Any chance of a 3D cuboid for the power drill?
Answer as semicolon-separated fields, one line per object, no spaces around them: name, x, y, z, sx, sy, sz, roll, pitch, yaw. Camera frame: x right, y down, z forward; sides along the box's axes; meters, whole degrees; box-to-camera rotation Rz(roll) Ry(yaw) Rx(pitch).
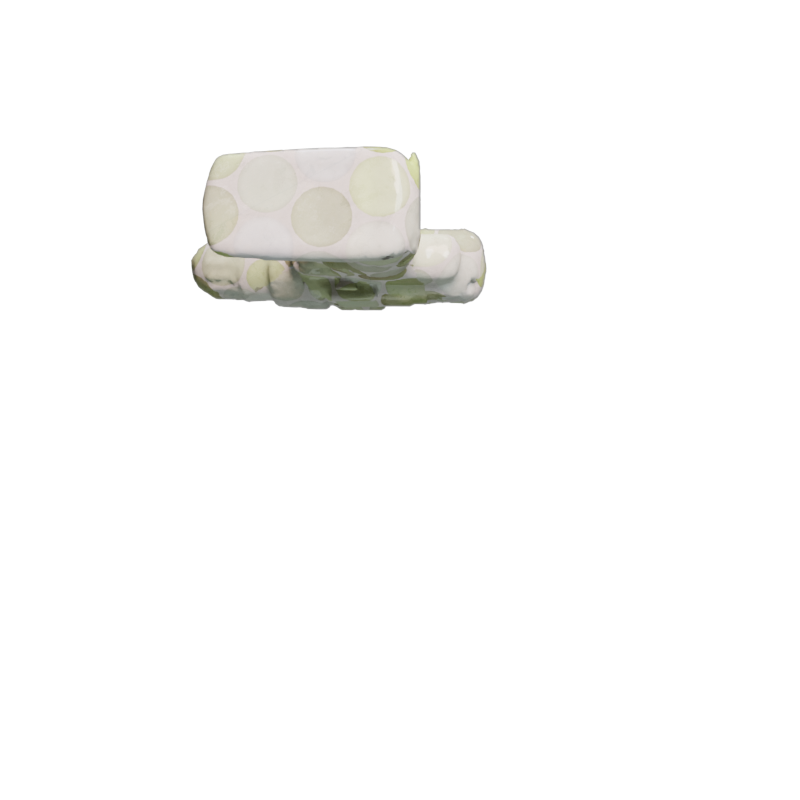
power drill;-0.049;-0.089;0.623;0.187;0.058;0.182;-1;-4;9
